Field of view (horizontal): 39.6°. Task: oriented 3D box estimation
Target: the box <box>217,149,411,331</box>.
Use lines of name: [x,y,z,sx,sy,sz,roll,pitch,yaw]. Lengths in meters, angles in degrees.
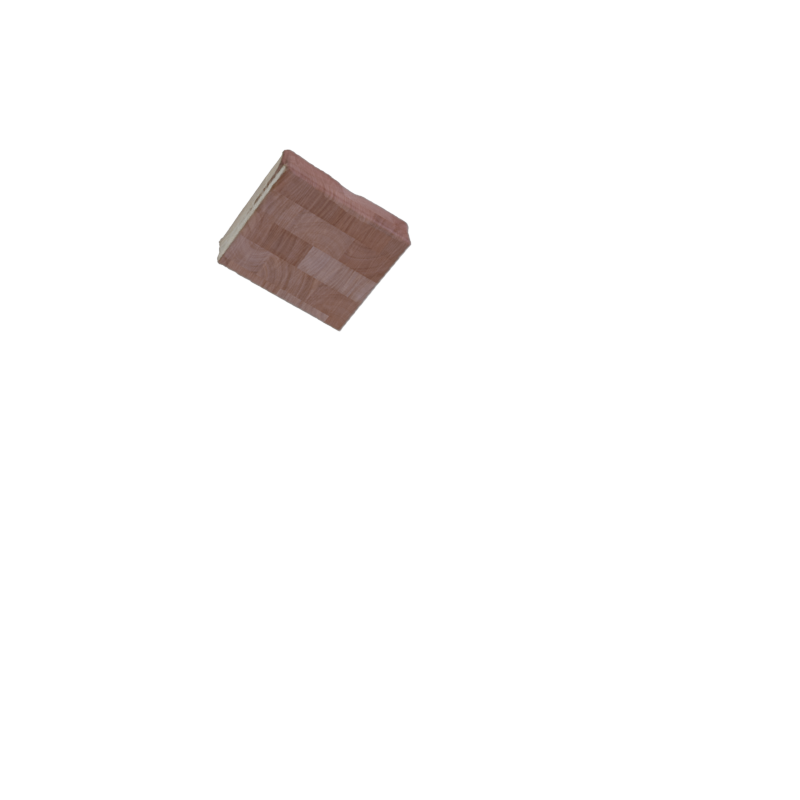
box: [-0.051,-0.092,0.645,0.086,0.071,0.032,31,25,-17]
